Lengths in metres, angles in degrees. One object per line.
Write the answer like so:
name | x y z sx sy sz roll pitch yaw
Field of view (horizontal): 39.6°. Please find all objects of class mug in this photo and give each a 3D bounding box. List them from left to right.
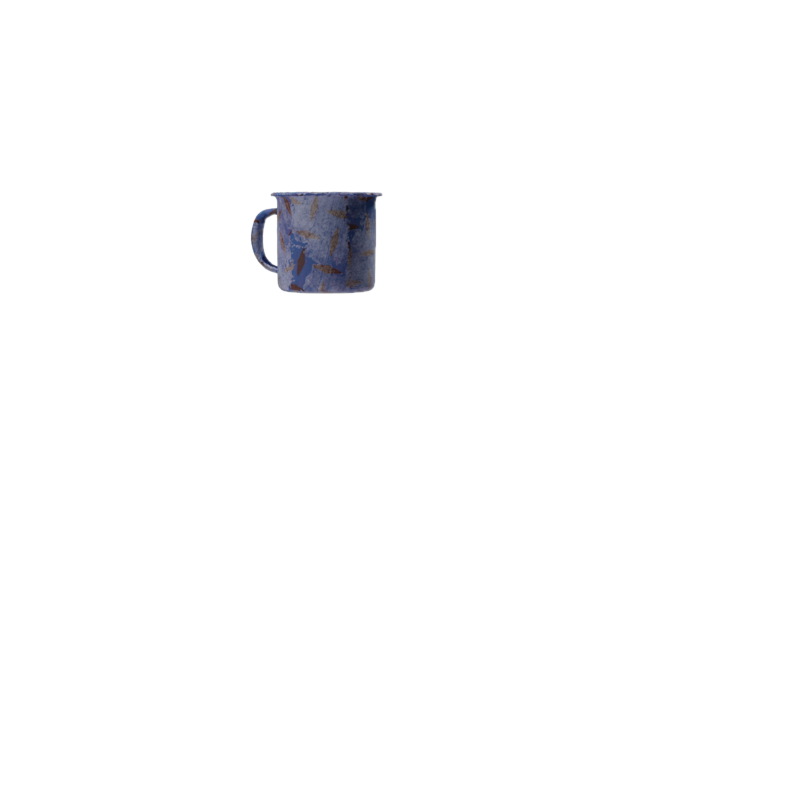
mug | -0.072 -0.132 0.924 0.121 0.081 0.091 3 7 23
